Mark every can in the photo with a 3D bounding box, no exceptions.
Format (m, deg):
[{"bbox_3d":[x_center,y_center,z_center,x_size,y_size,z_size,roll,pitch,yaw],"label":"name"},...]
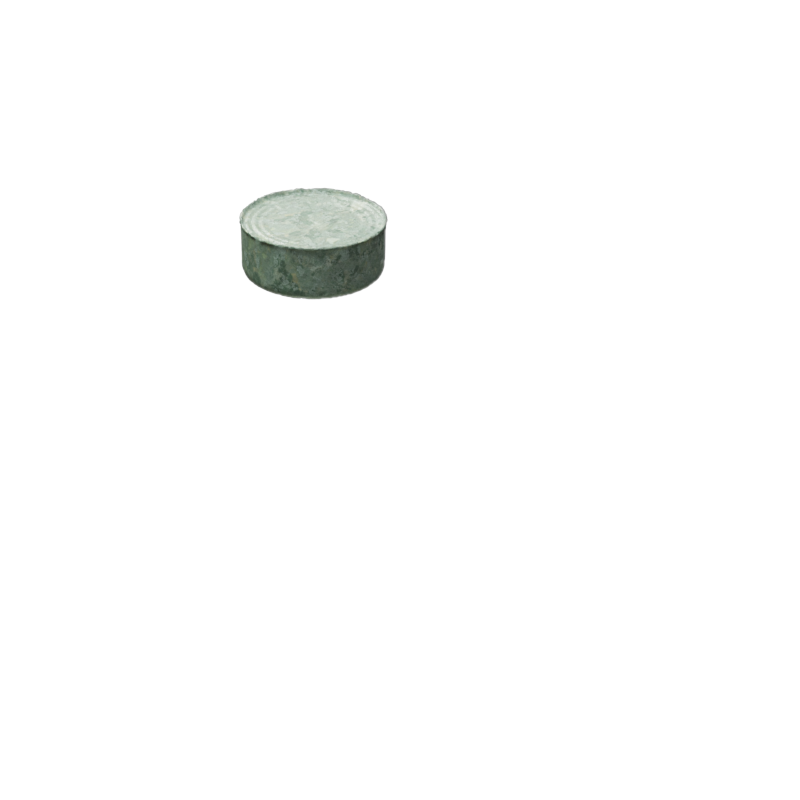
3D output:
[{"bbox_3d":[-0.051,-0.093,0.649,0.086,0.032,0.091,-1,31,-2],"label":"can"}]
